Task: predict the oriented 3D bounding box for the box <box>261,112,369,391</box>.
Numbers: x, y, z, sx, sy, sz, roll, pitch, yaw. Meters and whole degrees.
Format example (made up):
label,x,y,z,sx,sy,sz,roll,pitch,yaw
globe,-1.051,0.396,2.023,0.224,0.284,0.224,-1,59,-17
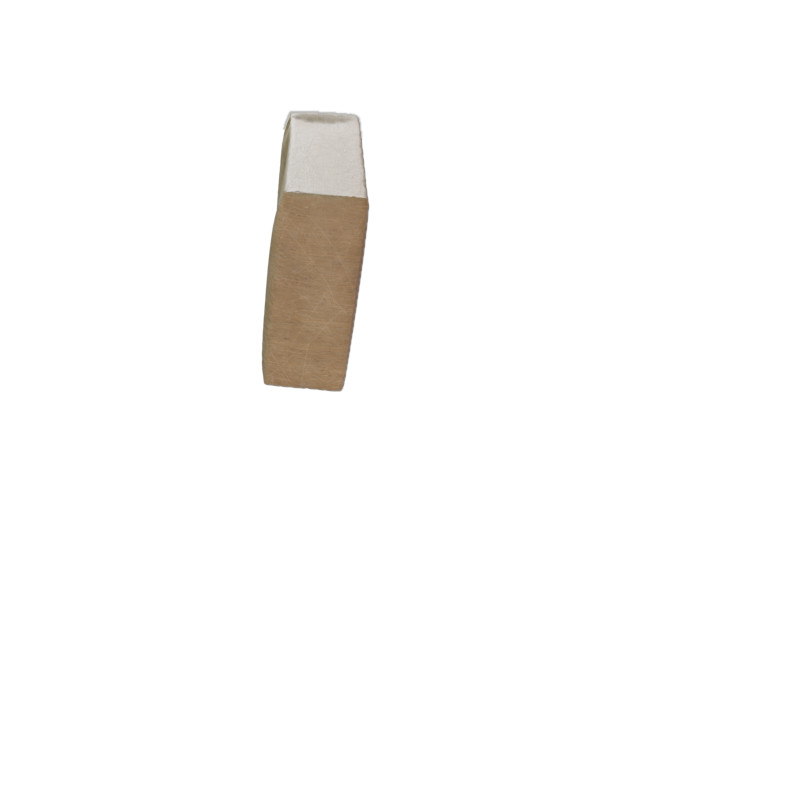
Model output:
label,x,y,z,sx,sy,sz,roll,pitch,yaw
box,-0.072,-0.132,0.924,0.071,0.156,0.226,5,27,-7
